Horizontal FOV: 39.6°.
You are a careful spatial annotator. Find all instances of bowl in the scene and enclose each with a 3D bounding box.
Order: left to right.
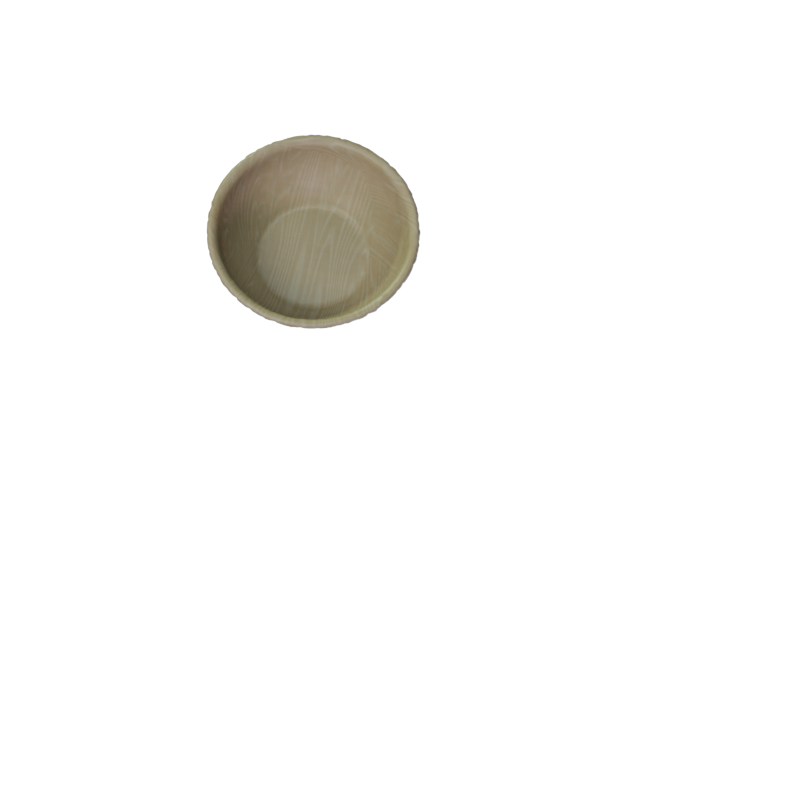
[{"bbox_3d":[-0.067,-0.123,0.858,0.162,0.171,0.052,-1,-23,-1],"label":"bowl"}]
